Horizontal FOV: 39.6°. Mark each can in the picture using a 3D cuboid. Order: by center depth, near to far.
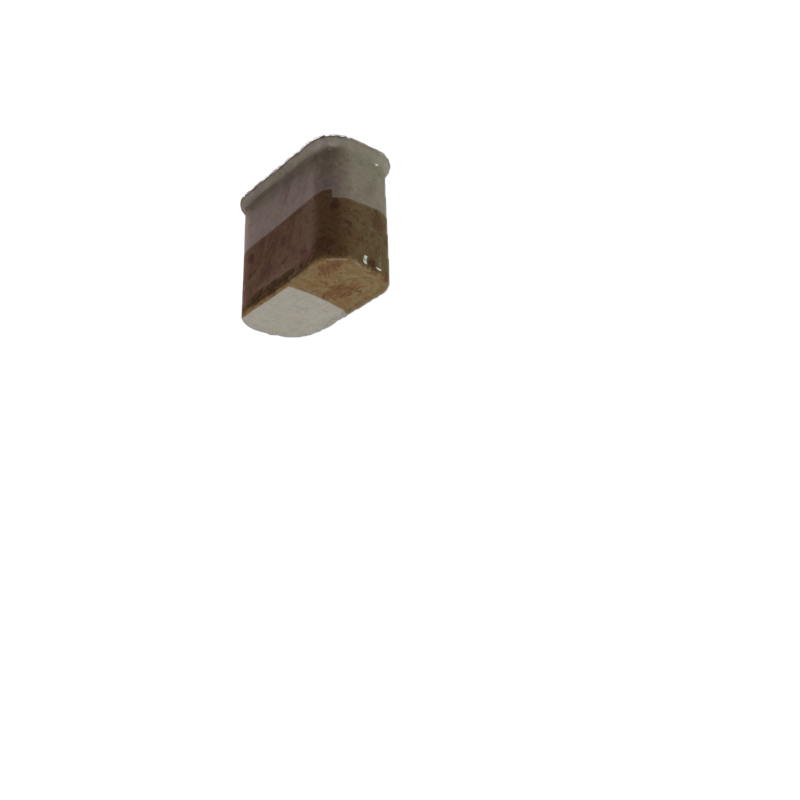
[{"bbox_3d":[-0.051,-0.094,0.655,0.054,0.089,0.101,22,-36,-35],"label":"can"}]
